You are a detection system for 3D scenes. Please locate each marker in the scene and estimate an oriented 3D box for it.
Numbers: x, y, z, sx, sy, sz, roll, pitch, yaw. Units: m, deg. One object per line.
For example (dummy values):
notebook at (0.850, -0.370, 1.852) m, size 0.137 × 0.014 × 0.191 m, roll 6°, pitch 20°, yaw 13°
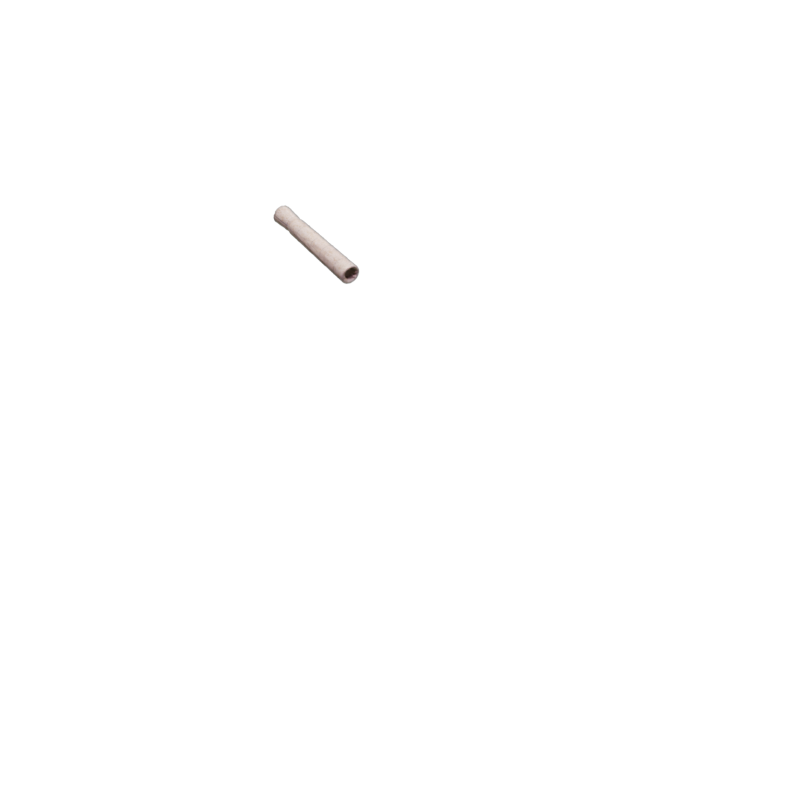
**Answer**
marker at (-0.078, -0.143, 0.999) m, size 0.019 × 0.019 × 0.130 m, roll -3°, pitch 34°, yaw -39°
